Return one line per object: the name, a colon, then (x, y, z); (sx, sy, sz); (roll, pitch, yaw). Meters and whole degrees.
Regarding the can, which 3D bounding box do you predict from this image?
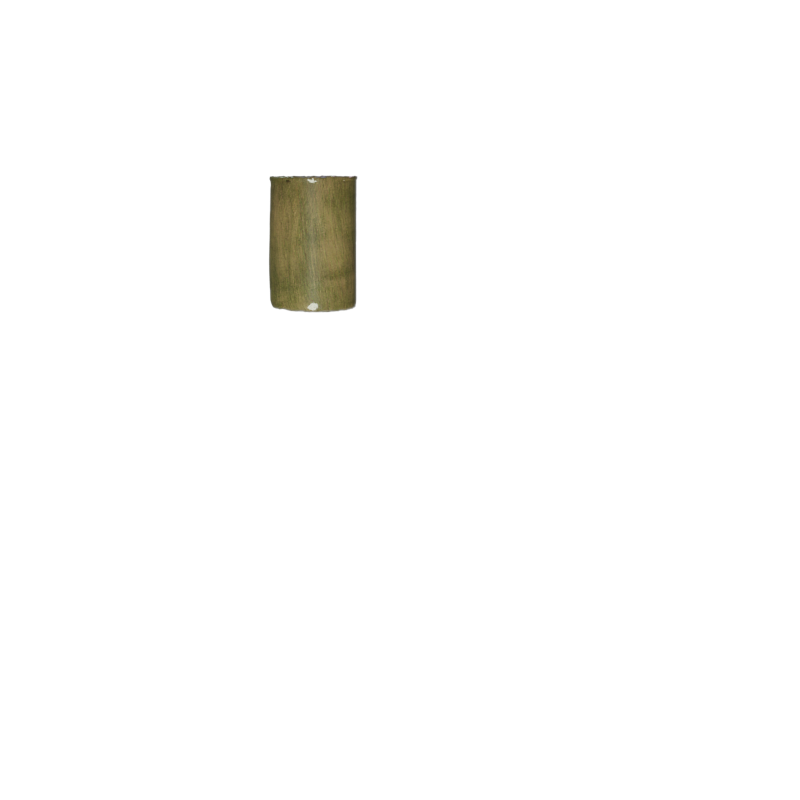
can: (-0.067, -0.122, 0.858); (0.068, 0.101, 0.070); (0, 6, -2)
